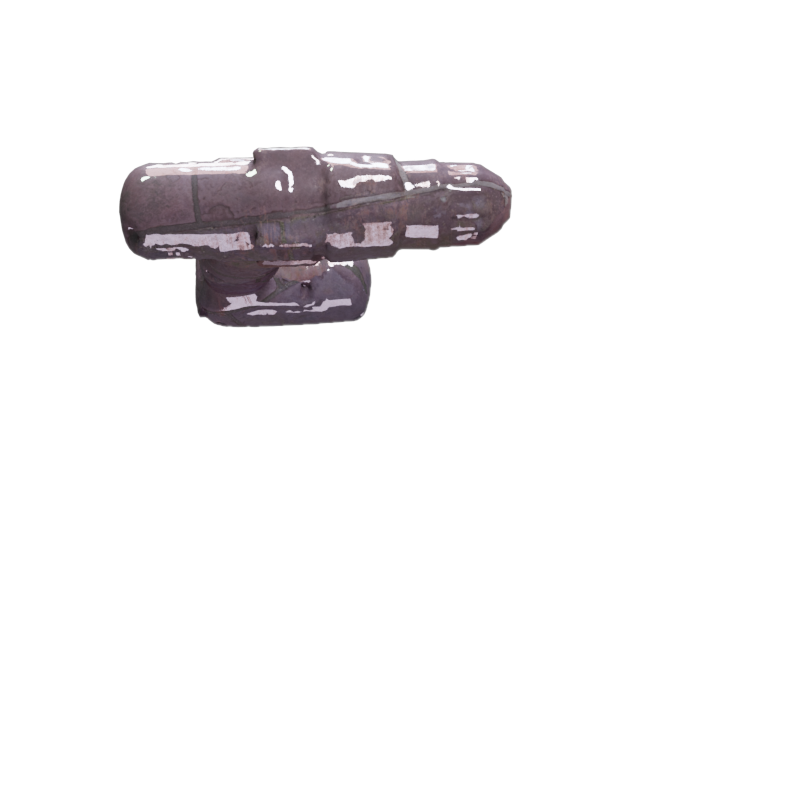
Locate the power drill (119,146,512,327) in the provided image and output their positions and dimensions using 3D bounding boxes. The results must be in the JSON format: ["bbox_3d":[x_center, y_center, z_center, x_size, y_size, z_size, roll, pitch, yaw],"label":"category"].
[{"bbox_3d":[-0.046,-0.084,0.591,0.184,0.059,0.183,0,-9,-3],"label":"power drill"}]
